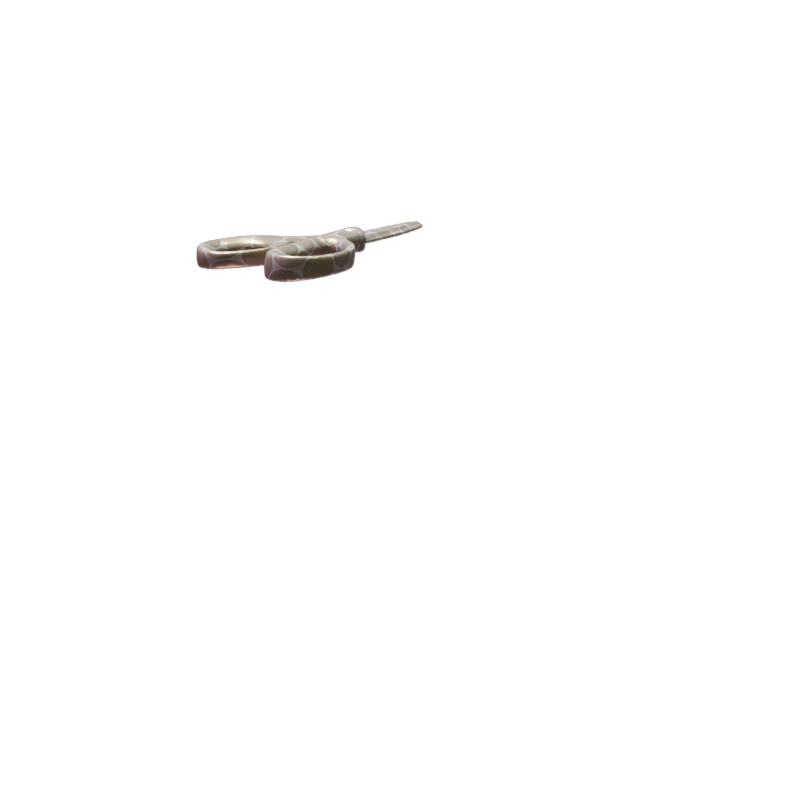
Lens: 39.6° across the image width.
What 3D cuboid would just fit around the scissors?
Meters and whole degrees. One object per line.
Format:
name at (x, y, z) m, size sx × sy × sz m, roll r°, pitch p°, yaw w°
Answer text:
scissors at (-0.051, -0.094, 0.655) m, size 0.098 × 0.015 × 0.203 m, roll 3°, pitch 16°, yaw 11°
